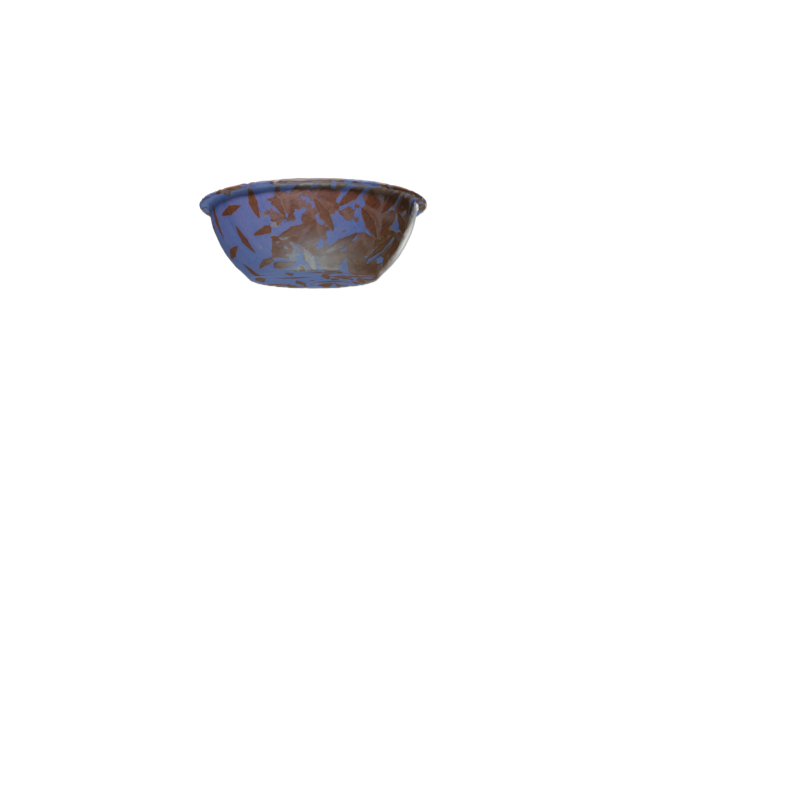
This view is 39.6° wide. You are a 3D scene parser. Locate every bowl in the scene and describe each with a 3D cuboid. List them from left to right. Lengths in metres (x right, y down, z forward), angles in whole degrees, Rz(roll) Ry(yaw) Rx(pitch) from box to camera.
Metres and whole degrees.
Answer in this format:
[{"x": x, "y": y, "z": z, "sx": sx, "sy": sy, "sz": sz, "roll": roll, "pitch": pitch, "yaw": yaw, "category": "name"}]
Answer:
[{"x": -0.061, "y": -0.112, "z": 0.783, "sx": 0.162, "sy": 0.056, "sz": 0.160, "roll": 0, "pitch": -3, "yaw": -2, "category": "bowl"}]
